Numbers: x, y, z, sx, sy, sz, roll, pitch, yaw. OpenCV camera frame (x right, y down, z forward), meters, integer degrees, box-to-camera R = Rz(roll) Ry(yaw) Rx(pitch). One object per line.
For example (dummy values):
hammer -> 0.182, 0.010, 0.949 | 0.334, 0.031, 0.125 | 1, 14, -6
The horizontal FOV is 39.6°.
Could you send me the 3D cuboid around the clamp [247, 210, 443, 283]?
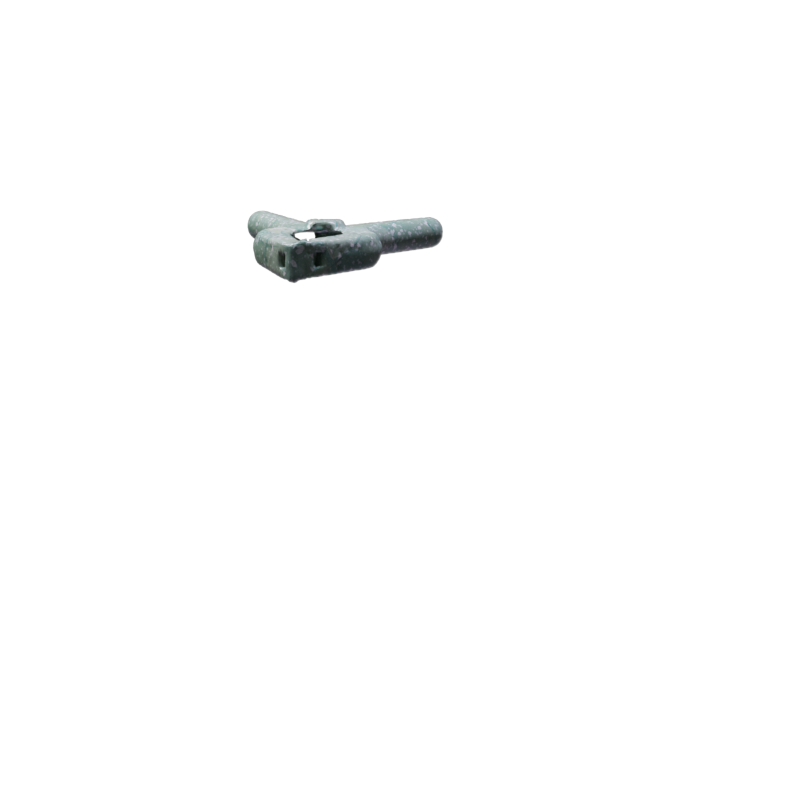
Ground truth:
clamp -> -0.067, -0.122, 0.853 | 0.168, 0.035, 0.211 | 4, 16, 15
